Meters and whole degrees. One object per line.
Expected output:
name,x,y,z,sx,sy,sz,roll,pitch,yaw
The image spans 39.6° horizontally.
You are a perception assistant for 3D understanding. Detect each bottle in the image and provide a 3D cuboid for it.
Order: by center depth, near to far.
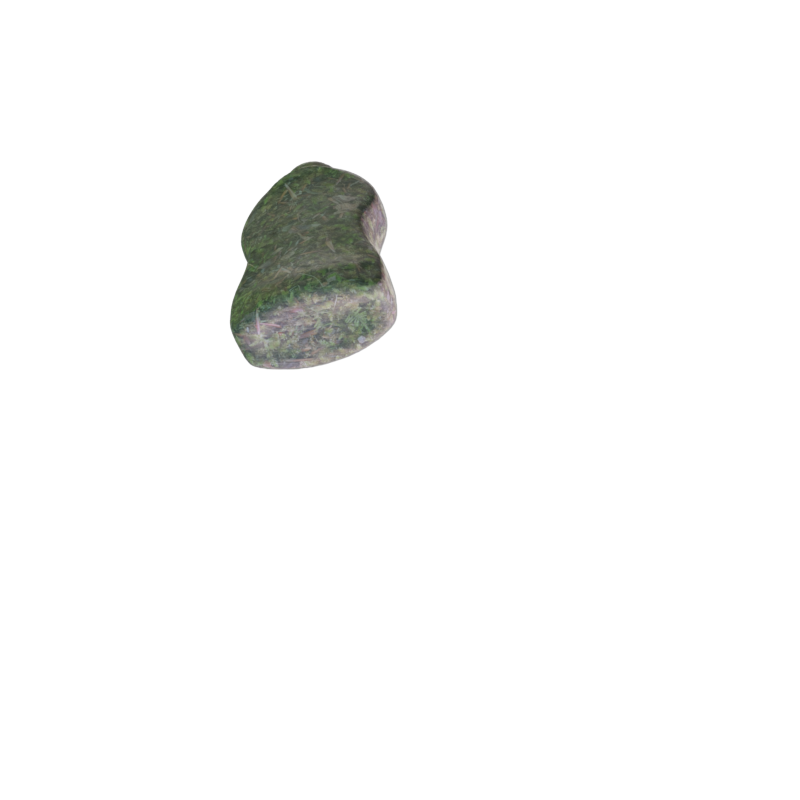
bottle,-0.056,-0.102,0.715,0.096,0.054,0.205,-18,36,10
